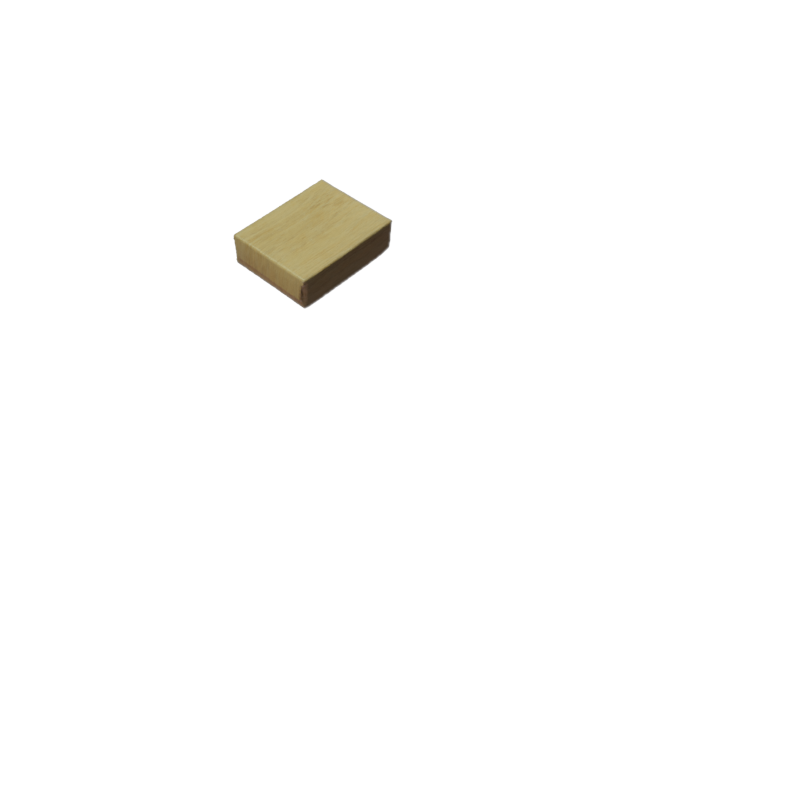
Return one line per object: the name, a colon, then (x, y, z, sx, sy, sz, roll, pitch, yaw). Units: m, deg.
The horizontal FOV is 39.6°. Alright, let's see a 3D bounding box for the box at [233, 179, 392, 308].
box: (-0.077, -0.140, 0.982, 0.096, 0.036, 0.114, 33, 53, 29)
